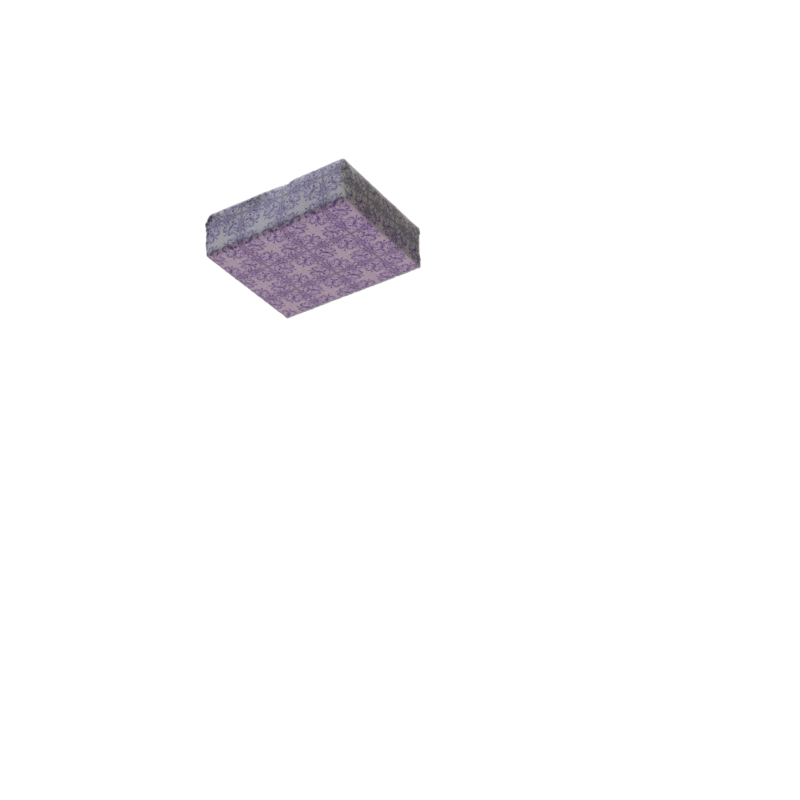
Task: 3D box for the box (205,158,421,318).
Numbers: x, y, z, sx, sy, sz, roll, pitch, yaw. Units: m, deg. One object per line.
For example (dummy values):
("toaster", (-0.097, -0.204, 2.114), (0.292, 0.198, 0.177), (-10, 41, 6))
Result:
("box", (-0.045, -0.082, 0.577), (0.090, 0.032, 0.068), (-18, -34, 28))
